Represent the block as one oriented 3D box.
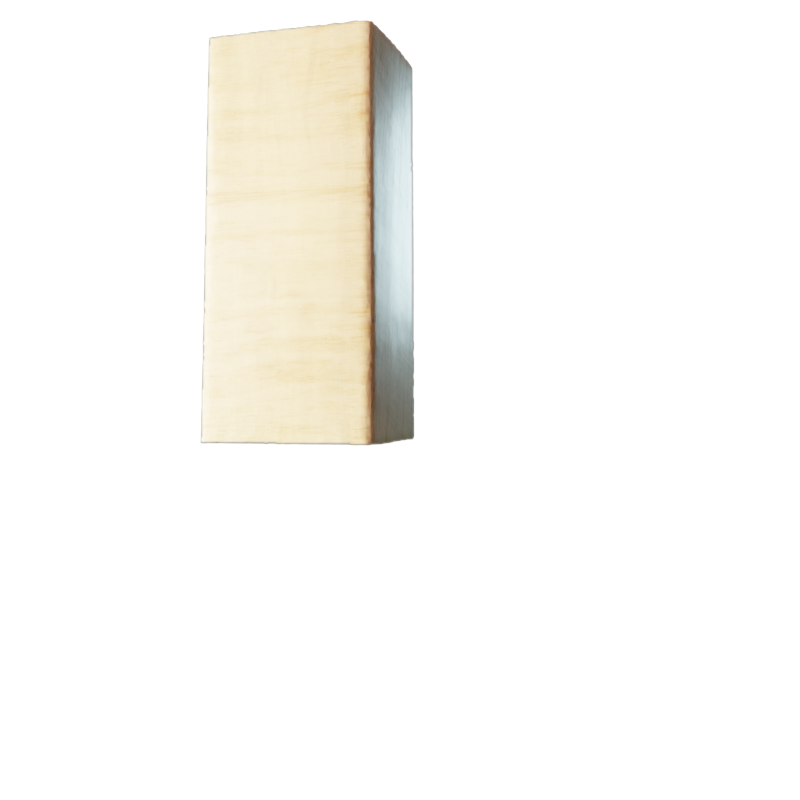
[{"bbox_3d":[-0.045,-0.083,0.582,0.092,0.210,0.087,-2,-7,17],"label":"block"}]
